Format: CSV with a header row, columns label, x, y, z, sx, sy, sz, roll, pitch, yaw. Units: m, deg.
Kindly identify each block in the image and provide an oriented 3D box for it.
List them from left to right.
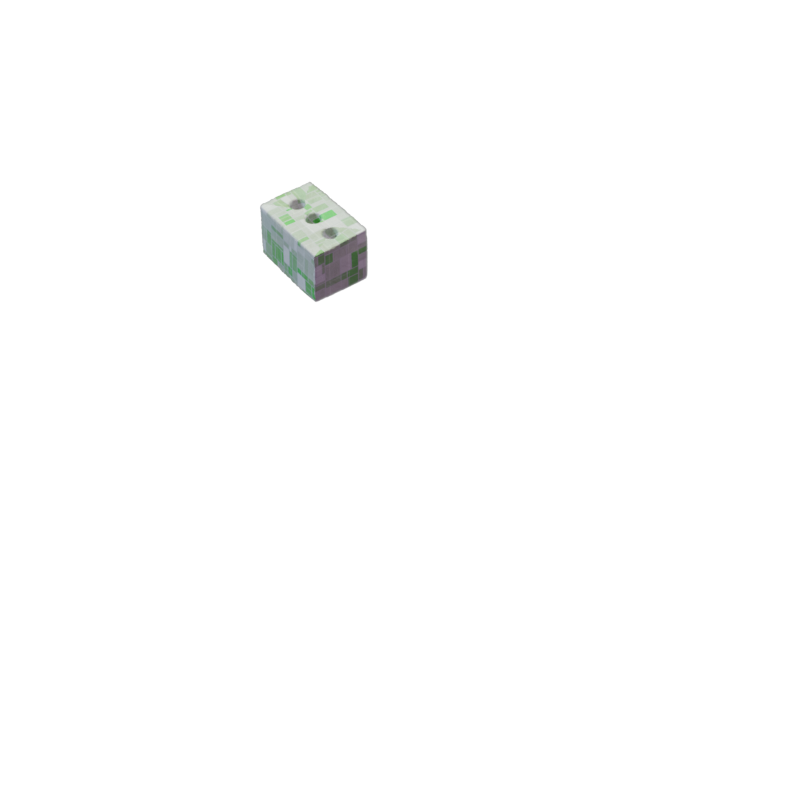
label,x,y,z,sx,sy,sz,roll,pitch,yaw
block,-0.069,-0.127,0.888,0.053,0.048,0.084,-28,52,-27
